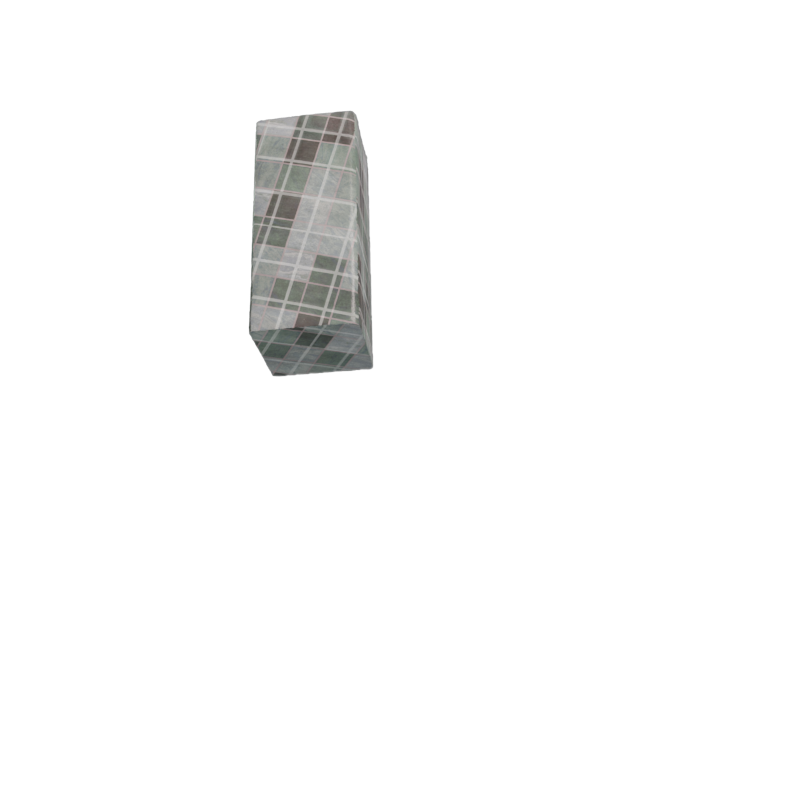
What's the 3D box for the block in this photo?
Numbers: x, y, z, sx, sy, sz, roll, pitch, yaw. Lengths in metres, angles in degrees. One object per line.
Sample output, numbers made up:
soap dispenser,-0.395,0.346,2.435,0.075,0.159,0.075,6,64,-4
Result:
block,-0.074,-0.136,0.951,0.091,0.219,0.084,-6,-28,6
